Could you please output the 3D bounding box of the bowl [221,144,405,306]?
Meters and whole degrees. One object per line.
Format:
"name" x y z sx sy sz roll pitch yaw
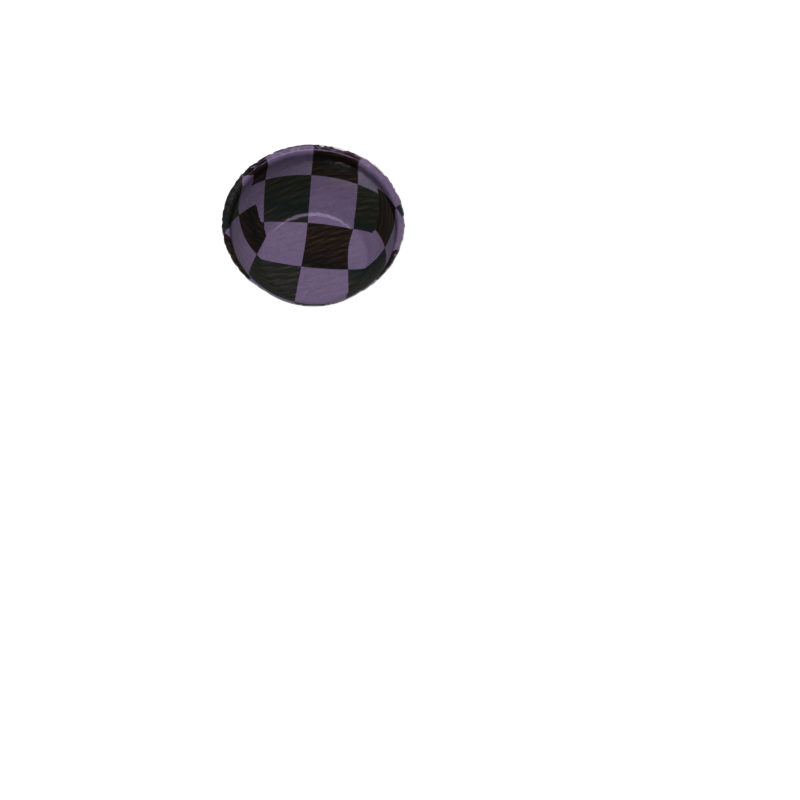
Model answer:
"bowl" -0.075 -0.137 0.957 0.162 0.152 0.059 1 34 -1
